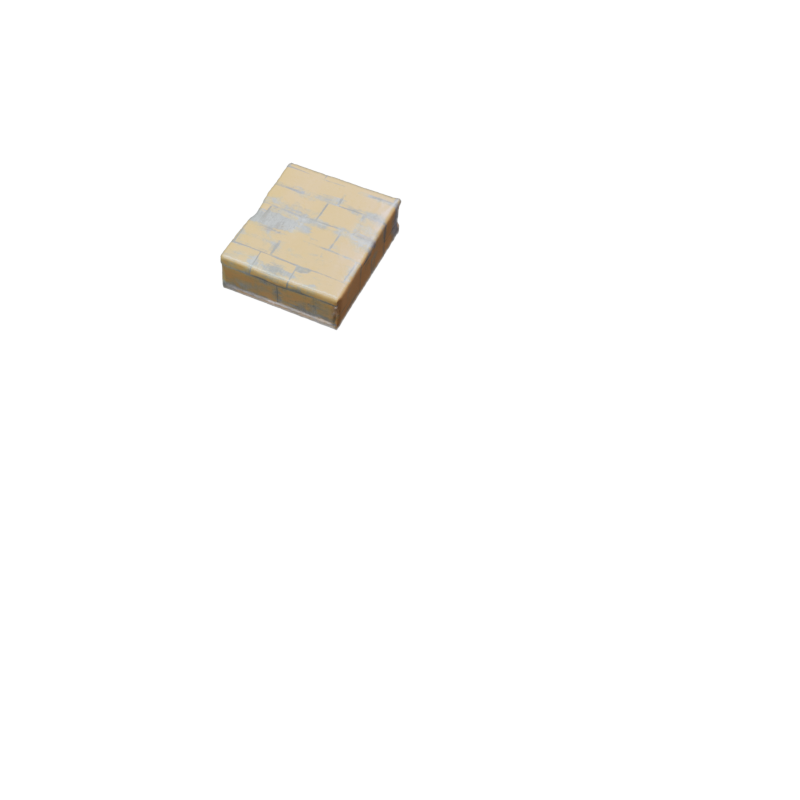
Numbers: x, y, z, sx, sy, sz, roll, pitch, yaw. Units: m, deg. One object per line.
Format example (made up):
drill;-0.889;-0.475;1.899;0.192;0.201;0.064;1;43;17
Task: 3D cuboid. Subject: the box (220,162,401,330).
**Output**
box;-0.049;-0.090;0.633;0.076;0.093;0.028;20;-37;15
